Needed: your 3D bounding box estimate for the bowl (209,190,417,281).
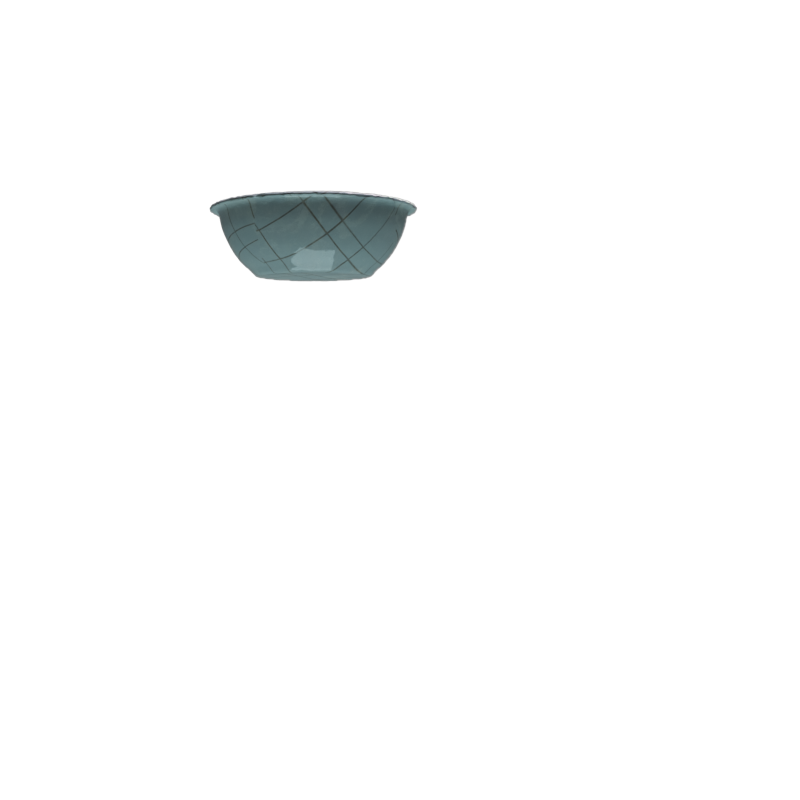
[{"bbox_3d":[-0.068,-0.123,0.862,0.162,0.055,0.161,0,1,-2],"label":"bowl"}]
